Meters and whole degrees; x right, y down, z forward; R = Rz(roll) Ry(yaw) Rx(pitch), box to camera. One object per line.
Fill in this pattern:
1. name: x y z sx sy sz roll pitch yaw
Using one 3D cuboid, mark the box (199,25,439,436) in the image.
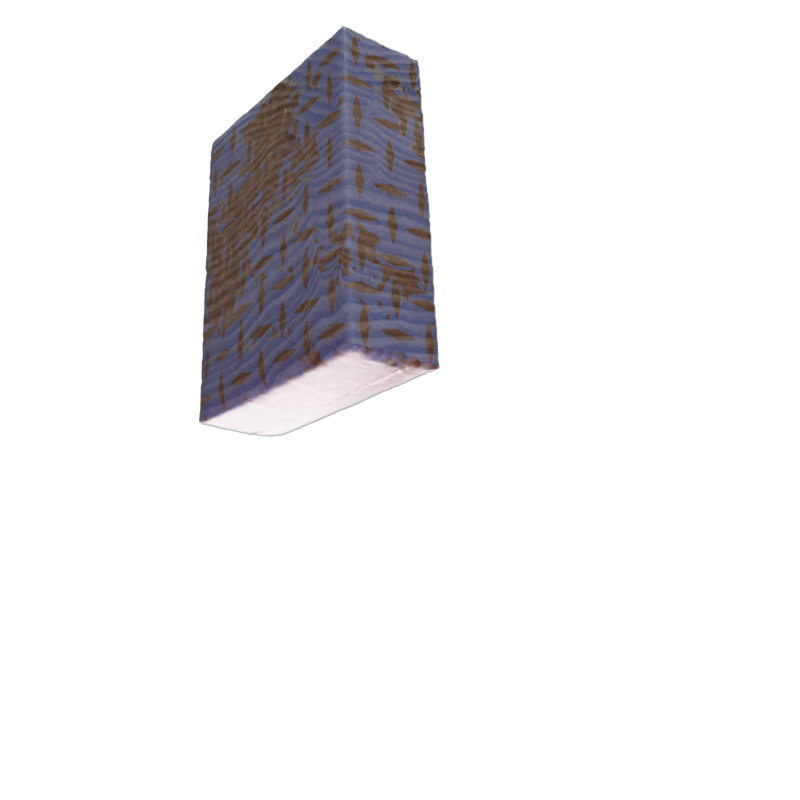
1. box: -0.055 -0.101 0.704 0.068 0.226 0.164 18 -31 -35
